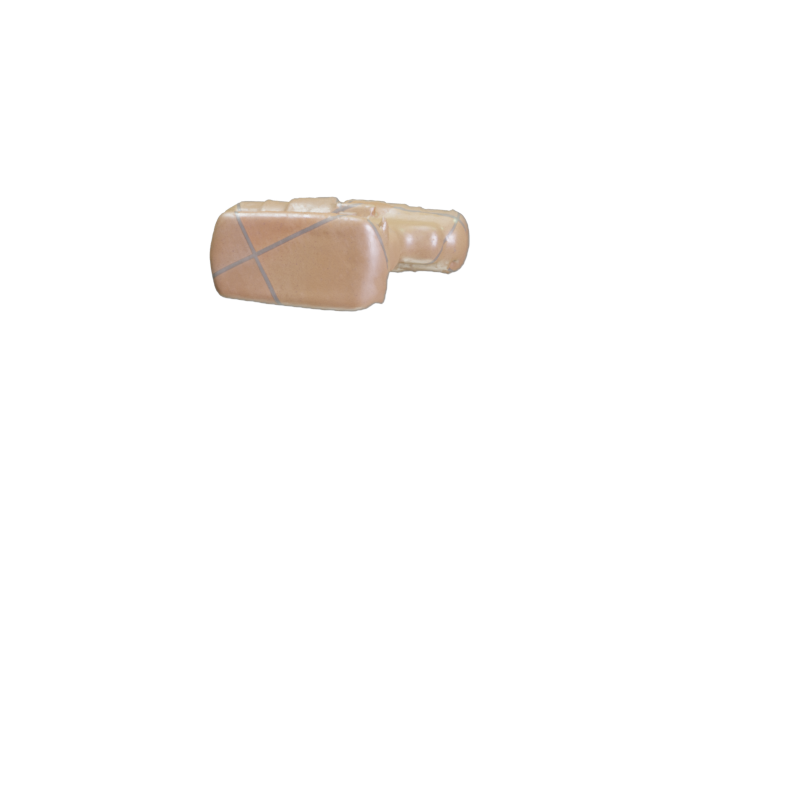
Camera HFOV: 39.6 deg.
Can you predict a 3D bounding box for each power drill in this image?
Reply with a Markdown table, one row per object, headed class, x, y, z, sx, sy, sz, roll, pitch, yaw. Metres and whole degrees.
| class | x | y | z | sx | sy | sz | roll | pitch | yaw |
| --- | --- | --- | --- | --- | --- | --- | --- | --- | --- |
| power drill | -0.057 | -0.105 | 0.733 | 0.188 | 0.056 | 0.189 | 4 | 15 | 14 |
